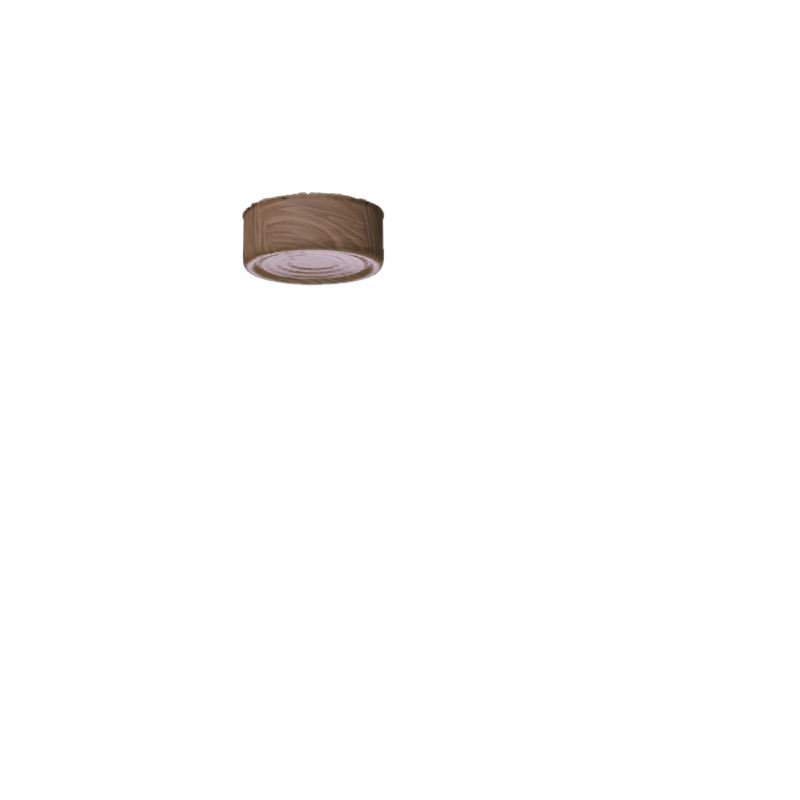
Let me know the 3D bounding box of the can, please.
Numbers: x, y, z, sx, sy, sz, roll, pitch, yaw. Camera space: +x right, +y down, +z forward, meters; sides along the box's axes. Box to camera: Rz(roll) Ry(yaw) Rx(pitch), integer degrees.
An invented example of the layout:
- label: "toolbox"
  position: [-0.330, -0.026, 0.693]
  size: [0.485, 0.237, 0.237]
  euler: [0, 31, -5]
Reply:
- label: "can"
  position: [-0.052, -0.095, 0.665]
  size: [0.086, 0.035, 0.083]
  euler: [0, -10, -2]
